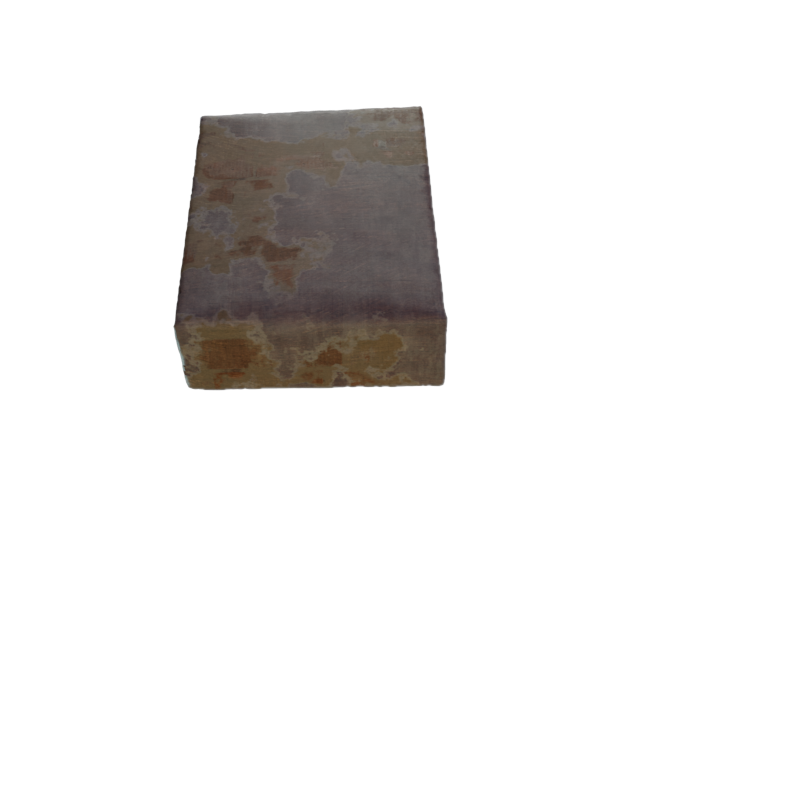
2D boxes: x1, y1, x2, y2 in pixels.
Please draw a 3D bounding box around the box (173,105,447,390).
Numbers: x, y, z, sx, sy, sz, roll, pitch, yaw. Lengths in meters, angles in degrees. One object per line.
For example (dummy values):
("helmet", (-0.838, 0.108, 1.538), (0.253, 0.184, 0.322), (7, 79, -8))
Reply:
("box", (-0.059, -0.107, 0.748), (0.164, 0.230, 0.067), (-3, -44, 0))
